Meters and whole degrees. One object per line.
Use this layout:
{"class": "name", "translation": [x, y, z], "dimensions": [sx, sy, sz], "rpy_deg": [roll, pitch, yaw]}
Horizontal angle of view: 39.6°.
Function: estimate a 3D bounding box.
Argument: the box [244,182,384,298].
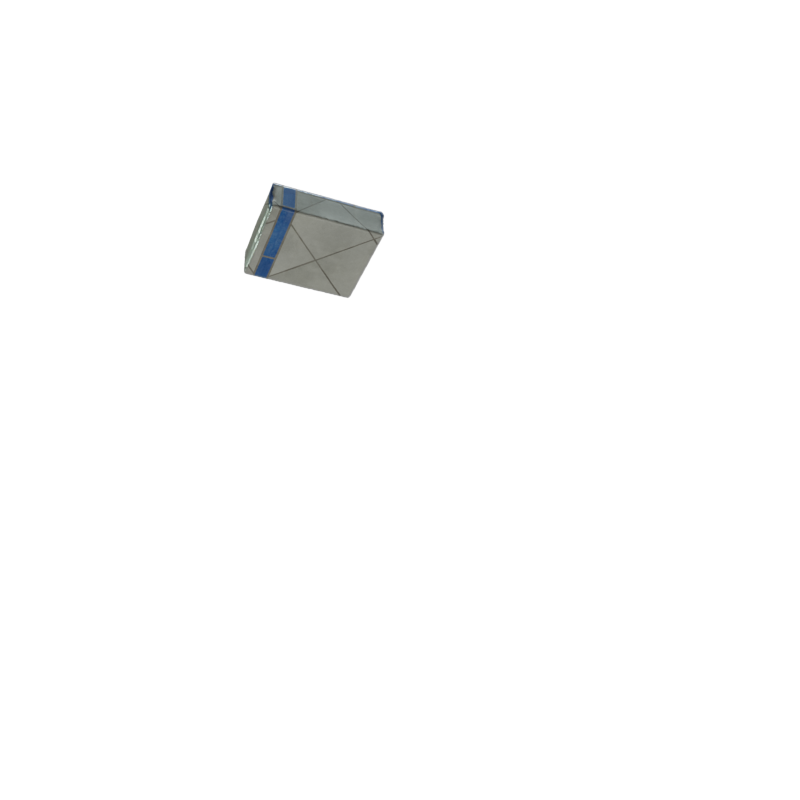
{"class": "box", "translation": [-0.065, -0.119, 0.836], "dimensions": [0.087, 0.032, 0.070], "rpy_deg": [13, -44, -15]}
